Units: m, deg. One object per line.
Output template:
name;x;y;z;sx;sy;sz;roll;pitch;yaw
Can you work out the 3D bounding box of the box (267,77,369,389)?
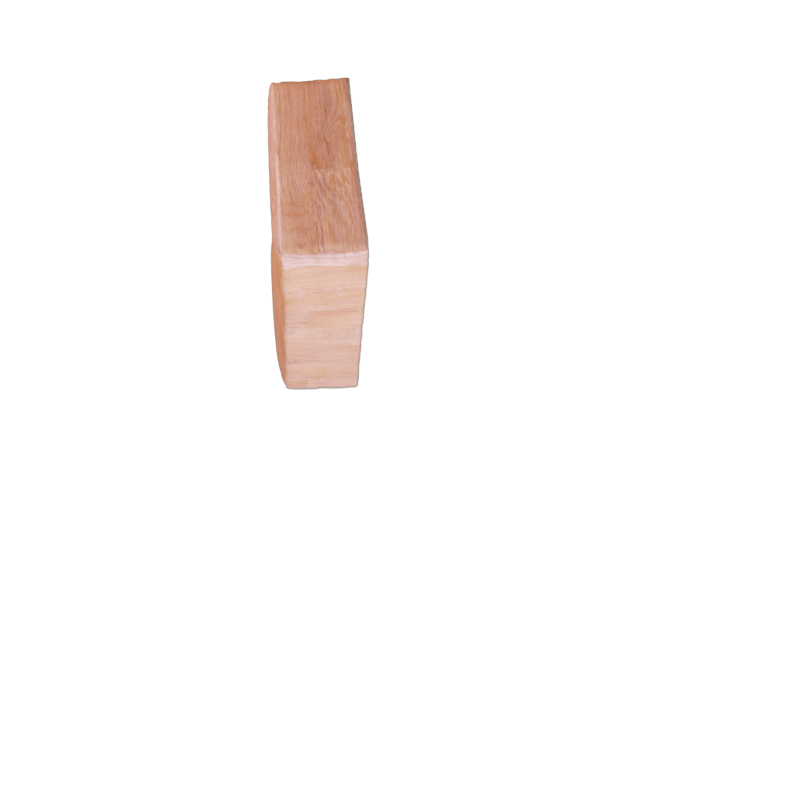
box;-0.070;-0.128;0.895;0.071;0.175;0.201;-4;-29;-6
